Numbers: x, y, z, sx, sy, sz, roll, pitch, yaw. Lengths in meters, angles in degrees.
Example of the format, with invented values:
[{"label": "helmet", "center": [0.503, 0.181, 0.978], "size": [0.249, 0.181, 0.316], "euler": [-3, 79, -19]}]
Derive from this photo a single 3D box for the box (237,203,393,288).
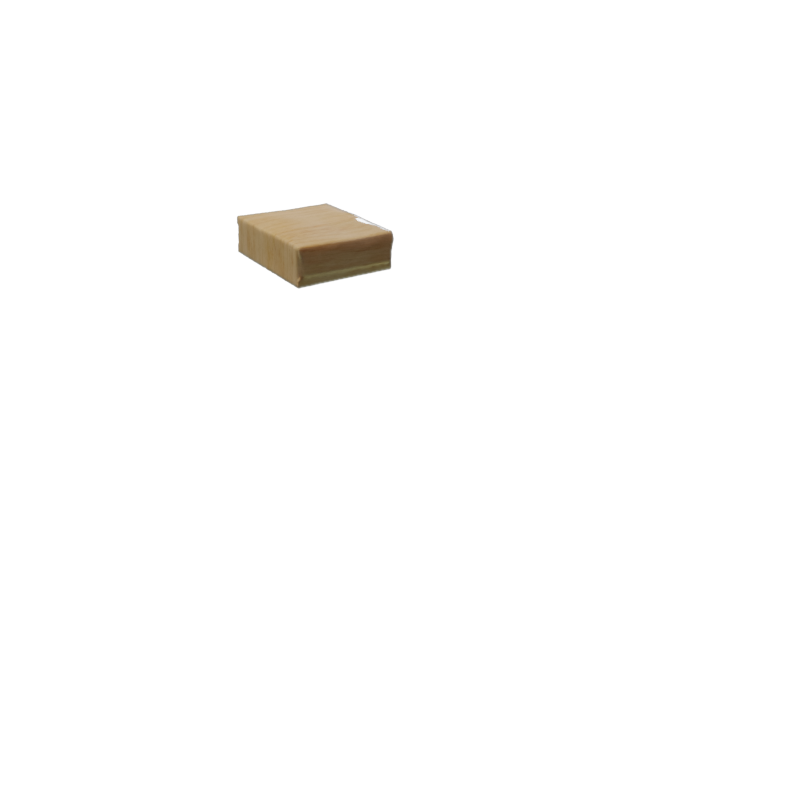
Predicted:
[{"label": "box", "center": [-0.059, -0.107, 0.750], "size": [0.072, 0.029, 0.095], "euler": [-14, 27, -29]}]
